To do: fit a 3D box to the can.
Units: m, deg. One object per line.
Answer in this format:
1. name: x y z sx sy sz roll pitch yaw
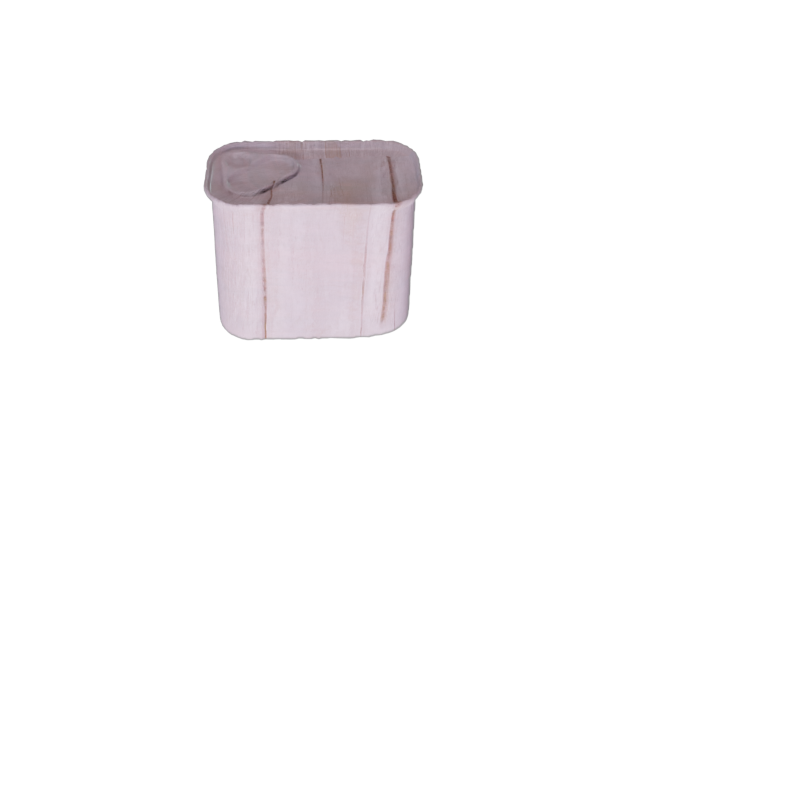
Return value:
1. can: -0.043 -0.078 0.546 0.102 0.078 0.062 0 40 -2
